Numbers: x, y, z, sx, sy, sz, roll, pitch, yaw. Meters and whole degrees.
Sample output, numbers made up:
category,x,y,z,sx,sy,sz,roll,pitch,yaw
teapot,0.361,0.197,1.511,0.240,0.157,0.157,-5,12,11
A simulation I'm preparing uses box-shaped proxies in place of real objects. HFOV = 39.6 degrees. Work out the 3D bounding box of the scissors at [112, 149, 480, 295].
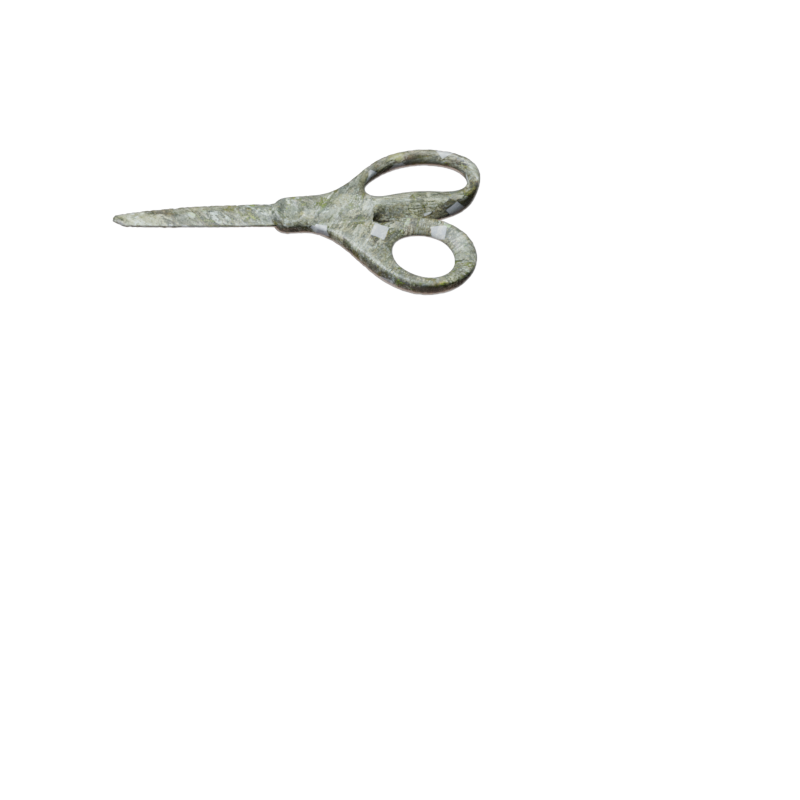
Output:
category,x,y,z,sx,sy,sz,roll,pitch,yaw
scissors,-0.047,-0.086,0.600,0.200,0.103,0.015,-16,-27,-9
